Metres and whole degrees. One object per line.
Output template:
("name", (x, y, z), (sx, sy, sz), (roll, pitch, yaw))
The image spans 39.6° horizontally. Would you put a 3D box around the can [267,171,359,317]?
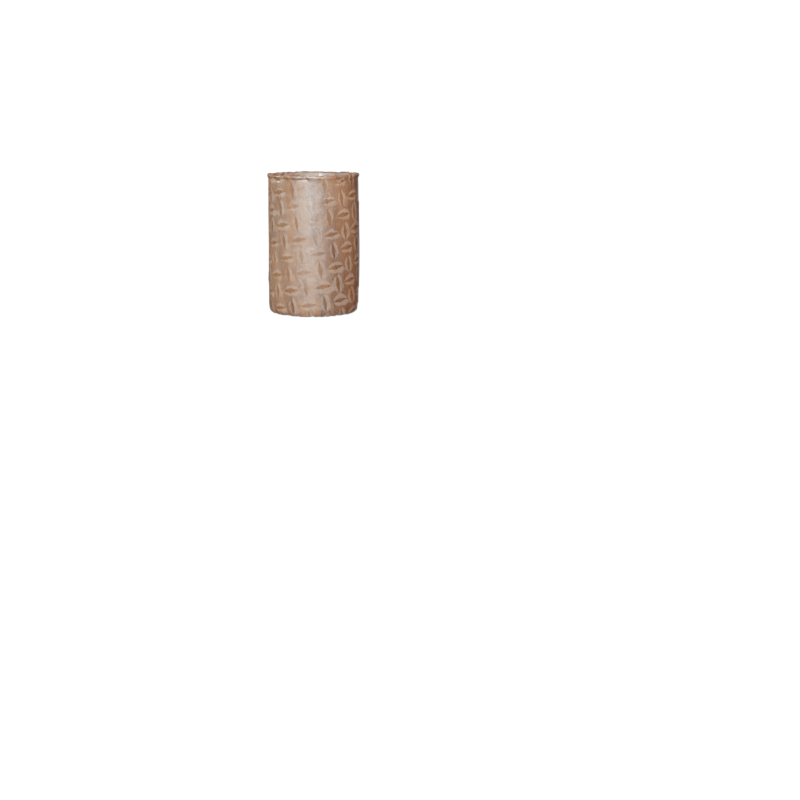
("can", (-0.064, -0.117, 0.820), (0.068, 0.100, 0.070), (0, 9, -2))
